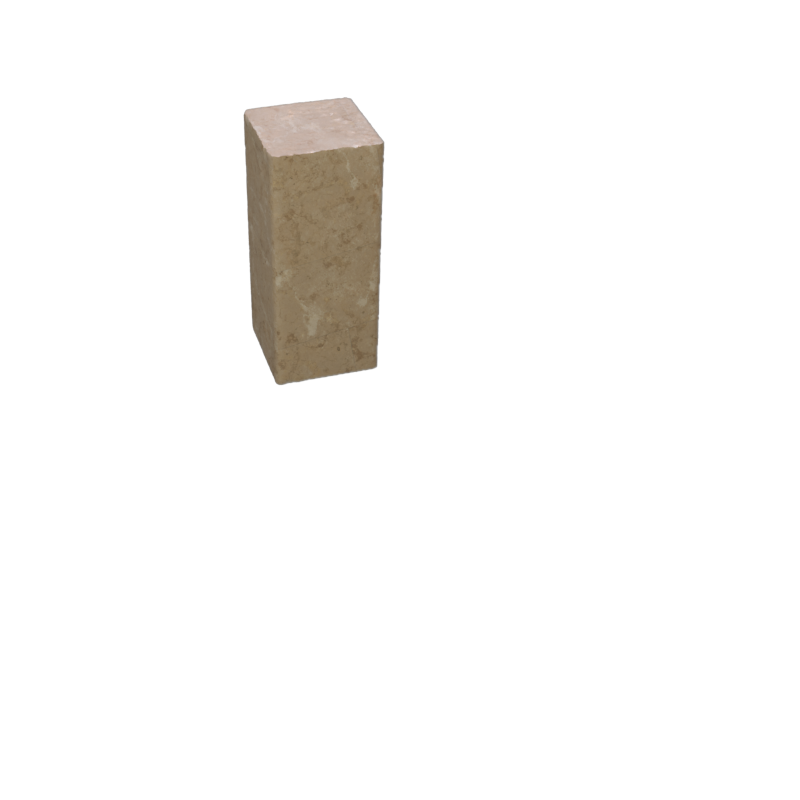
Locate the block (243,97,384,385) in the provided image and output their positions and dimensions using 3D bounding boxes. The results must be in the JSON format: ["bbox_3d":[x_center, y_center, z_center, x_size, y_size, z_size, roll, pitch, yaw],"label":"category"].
[{"bbox_3d":[-0.070,-0.127,0.890,0.089,0.193,0.098,-9,36,-16],"label":"block"}]
